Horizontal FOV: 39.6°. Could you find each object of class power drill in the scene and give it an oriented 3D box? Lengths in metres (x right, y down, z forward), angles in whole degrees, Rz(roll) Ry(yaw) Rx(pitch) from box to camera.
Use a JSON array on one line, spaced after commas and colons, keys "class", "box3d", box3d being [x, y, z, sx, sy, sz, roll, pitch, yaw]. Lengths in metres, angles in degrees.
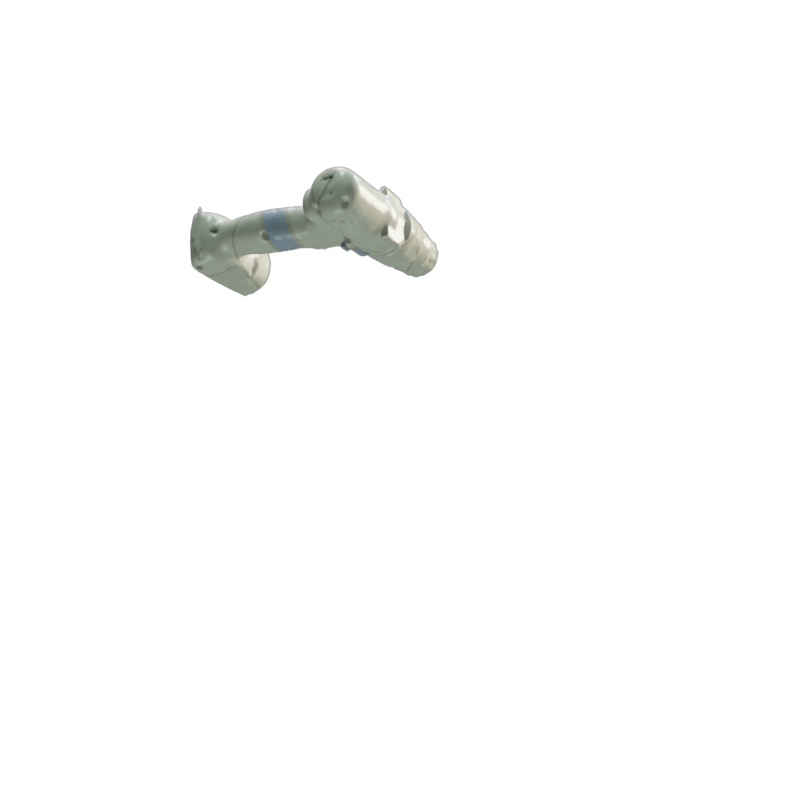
[{"class": "power drill", "box3d": [-0.077, -0.141, 0.987, 0.191, 0.060, 0.172, -10, -22, 27]}]
